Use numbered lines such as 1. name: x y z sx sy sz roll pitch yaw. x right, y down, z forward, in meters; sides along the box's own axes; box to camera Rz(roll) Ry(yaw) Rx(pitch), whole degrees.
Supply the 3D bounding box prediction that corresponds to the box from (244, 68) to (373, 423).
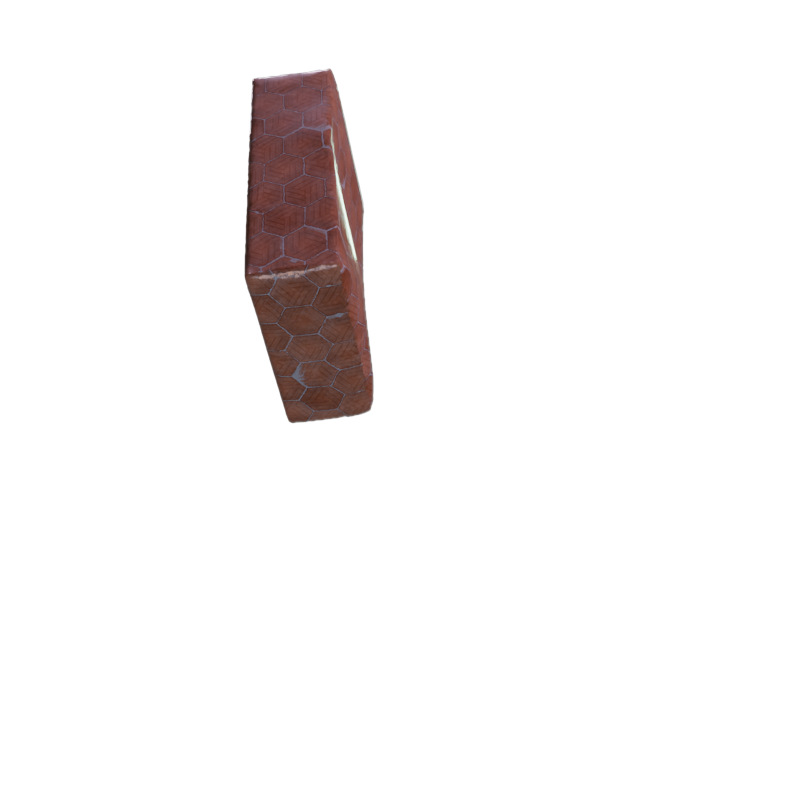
1. box: -0.065 -0.118 0.829 0.072 0.230 0.152 -7 -42 4
